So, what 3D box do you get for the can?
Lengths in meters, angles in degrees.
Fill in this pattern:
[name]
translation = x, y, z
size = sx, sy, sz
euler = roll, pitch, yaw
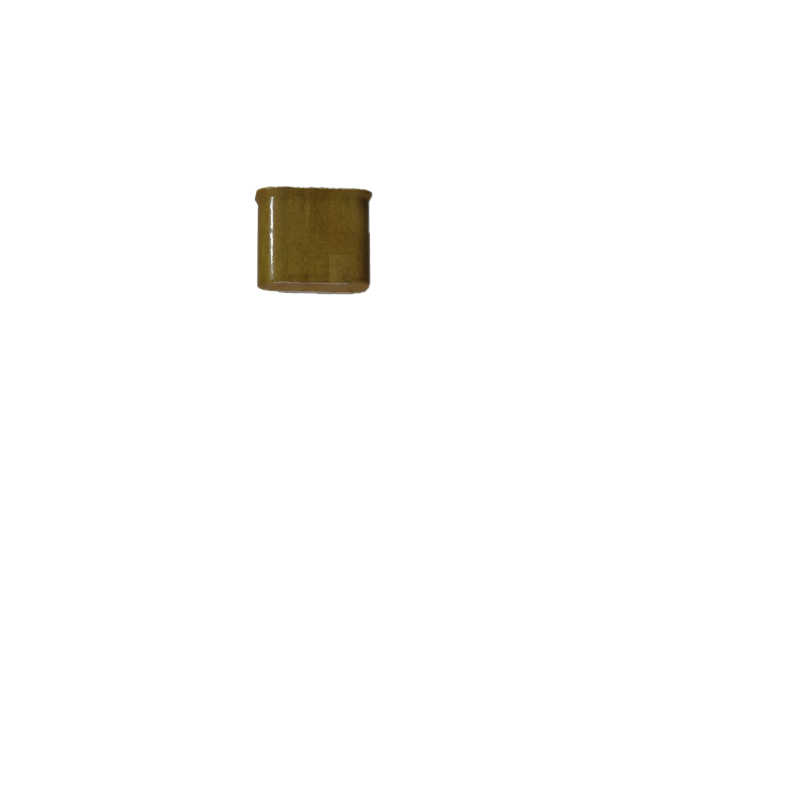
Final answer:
[can]
translation = -0.075, -0.137, 0.962
size = 0.101, 0.086, 0.057
euler = 1, -10, -8
